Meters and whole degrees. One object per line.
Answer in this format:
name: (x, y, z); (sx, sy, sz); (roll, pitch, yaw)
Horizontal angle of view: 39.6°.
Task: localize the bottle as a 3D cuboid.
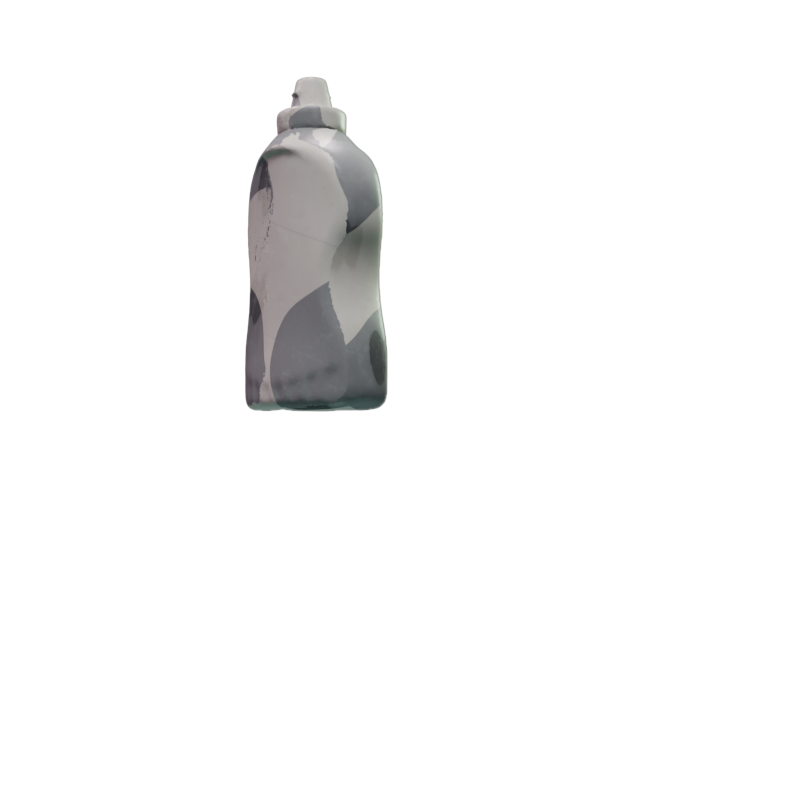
bottle: (-0.050, -0.091, 0.636); (0.056, 0.196, 0.098); (6, -10, -38)
